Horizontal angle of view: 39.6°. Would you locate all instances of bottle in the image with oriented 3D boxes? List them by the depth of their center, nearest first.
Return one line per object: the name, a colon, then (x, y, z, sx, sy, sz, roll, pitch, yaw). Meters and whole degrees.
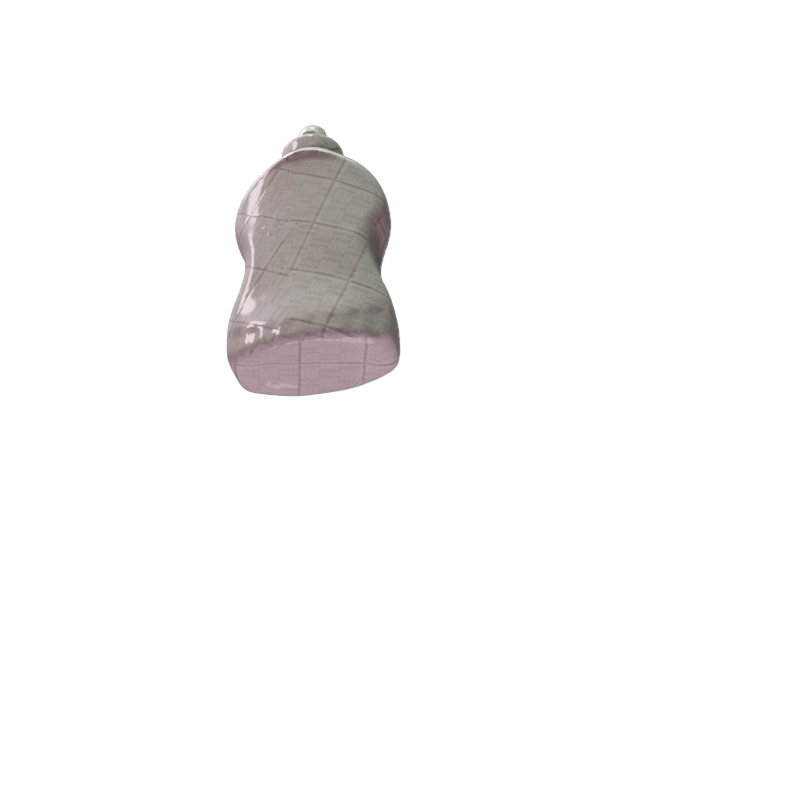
bottle: (-0.053, -0.097, 0.679, 0.097, 0.206, 0.054, -11, -39, 10)
